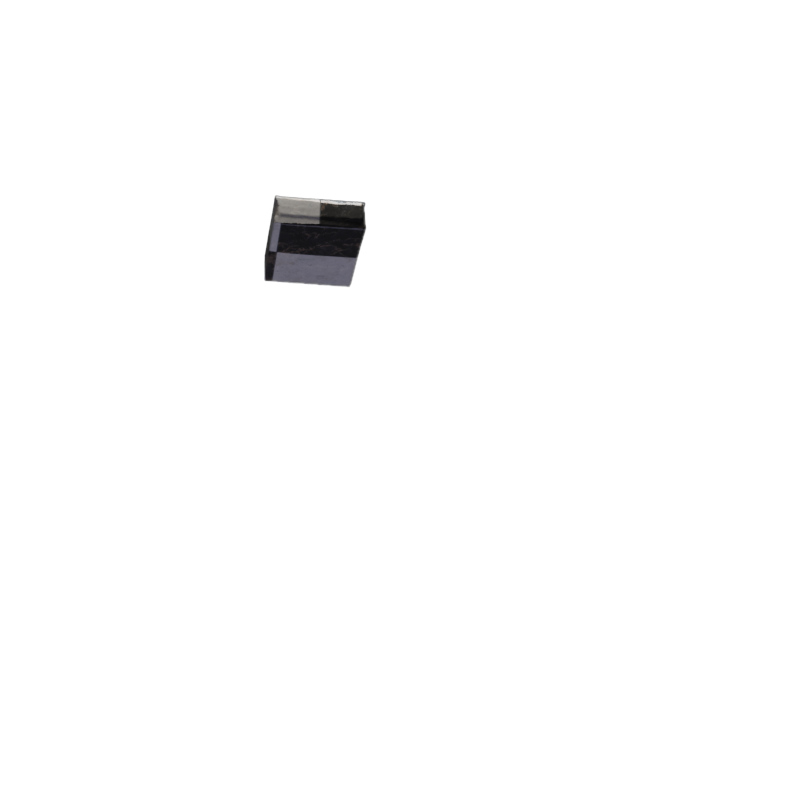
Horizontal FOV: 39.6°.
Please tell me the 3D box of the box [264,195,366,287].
[{"bbox_3d":[-0.070,-0.128,0.894,0.072,0.032,0.085,4,-30,-8],"label":"box"}]
